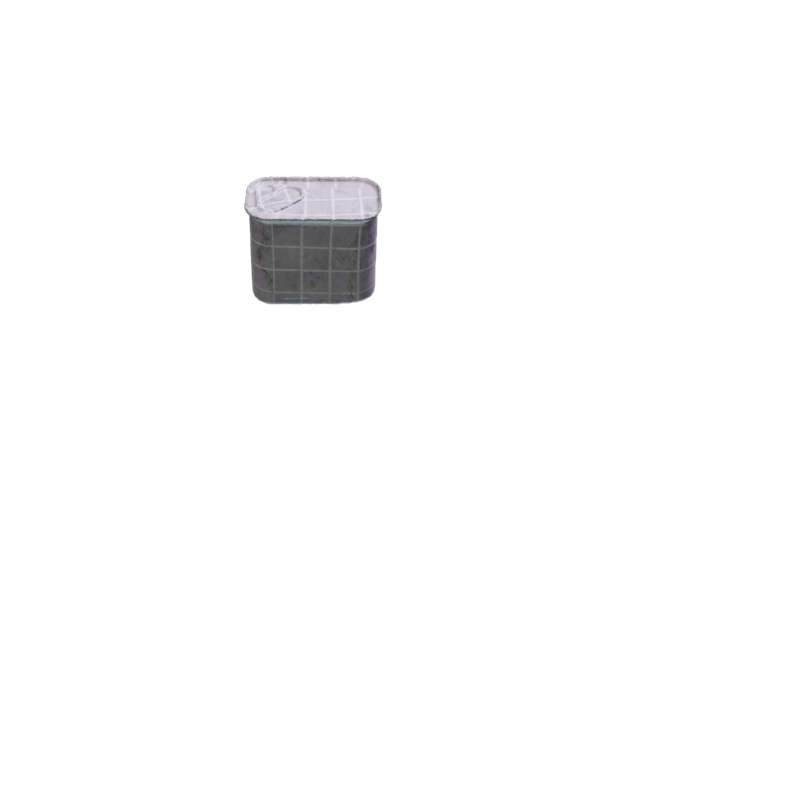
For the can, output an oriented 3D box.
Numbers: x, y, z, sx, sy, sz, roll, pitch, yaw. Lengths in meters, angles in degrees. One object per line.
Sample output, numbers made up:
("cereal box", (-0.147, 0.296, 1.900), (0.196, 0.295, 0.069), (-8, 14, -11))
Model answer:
("can", (-0.067, -0.121, 0.850), (0.102, 0.078, 0.062), (1, 40, -1))
